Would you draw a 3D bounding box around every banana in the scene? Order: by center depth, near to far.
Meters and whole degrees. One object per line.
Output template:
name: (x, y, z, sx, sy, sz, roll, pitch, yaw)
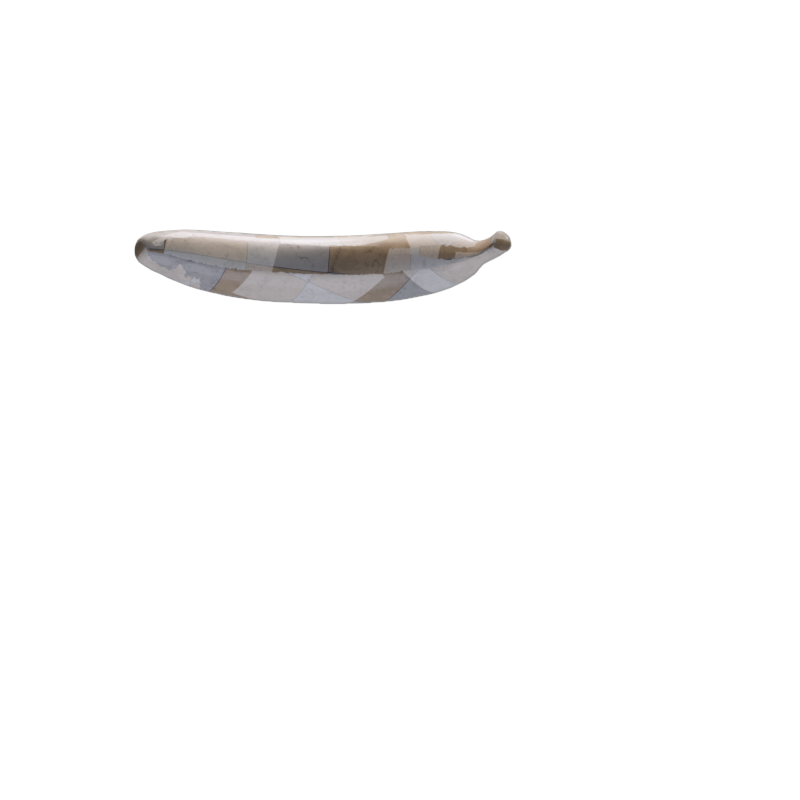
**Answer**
banana: (-0.042, -0.078, 0.607, 0.199, 0.039, 0.065, -2, -24, 4)
